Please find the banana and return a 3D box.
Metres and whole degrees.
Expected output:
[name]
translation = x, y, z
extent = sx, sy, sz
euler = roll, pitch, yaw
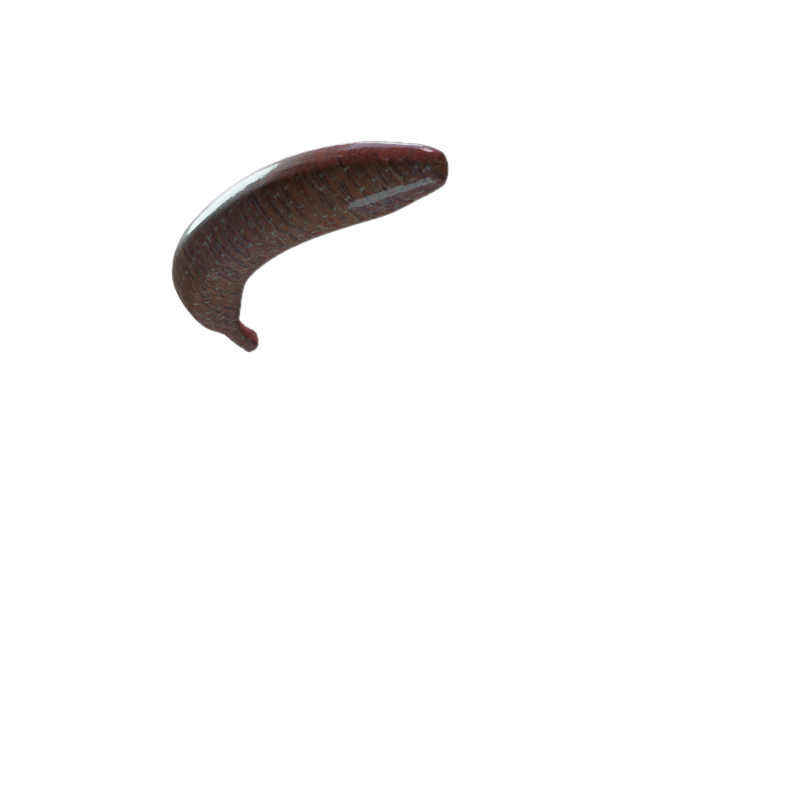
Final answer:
[banana]
translation = -0.058, -0.074, 0.501
extent = 0.067, 0.039, 0.196
euler = 12, -23, -28
